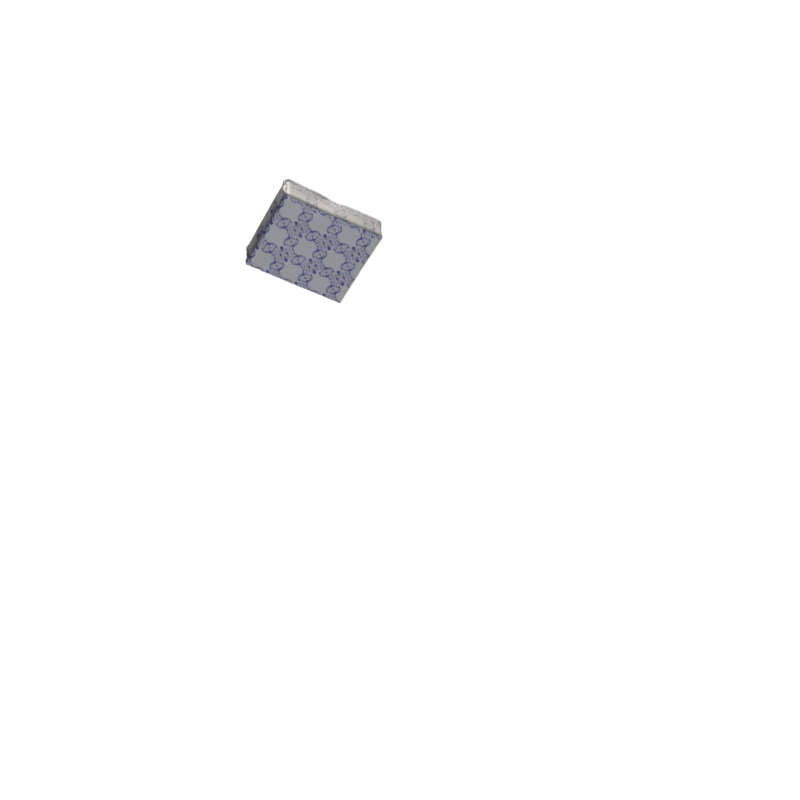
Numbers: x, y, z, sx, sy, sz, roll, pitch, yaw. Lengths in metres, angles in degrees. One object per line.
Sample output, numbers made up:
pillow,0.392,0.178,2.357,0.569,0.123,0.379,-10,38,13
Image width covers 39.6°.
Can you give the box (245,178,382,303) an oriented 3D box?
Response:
box,-0.070,-0.127,0.892,0.086,0.071,0.032,23,31,-15
